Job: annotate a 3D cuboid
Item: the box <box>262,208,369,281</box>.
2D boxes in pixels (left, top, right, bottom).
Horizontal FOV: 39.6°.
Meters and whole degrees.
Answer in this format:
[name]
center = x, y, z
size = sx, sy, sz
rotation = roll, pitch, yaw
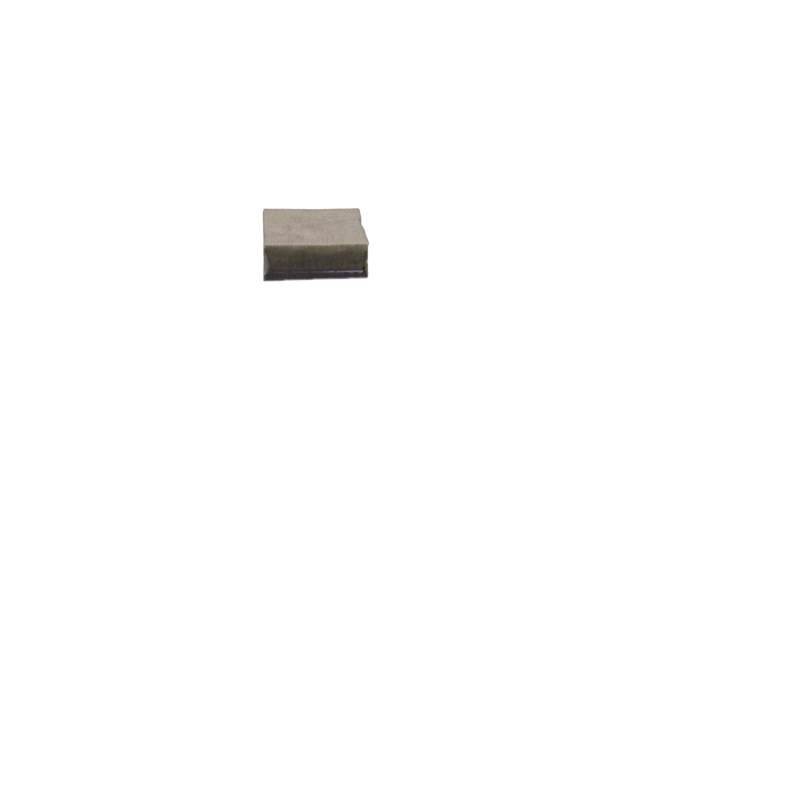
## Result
[box]
center = -0.062, -0.113, 0.794
size = 0.073, 0.029, 0.094
rotation = -2, 24, -4
